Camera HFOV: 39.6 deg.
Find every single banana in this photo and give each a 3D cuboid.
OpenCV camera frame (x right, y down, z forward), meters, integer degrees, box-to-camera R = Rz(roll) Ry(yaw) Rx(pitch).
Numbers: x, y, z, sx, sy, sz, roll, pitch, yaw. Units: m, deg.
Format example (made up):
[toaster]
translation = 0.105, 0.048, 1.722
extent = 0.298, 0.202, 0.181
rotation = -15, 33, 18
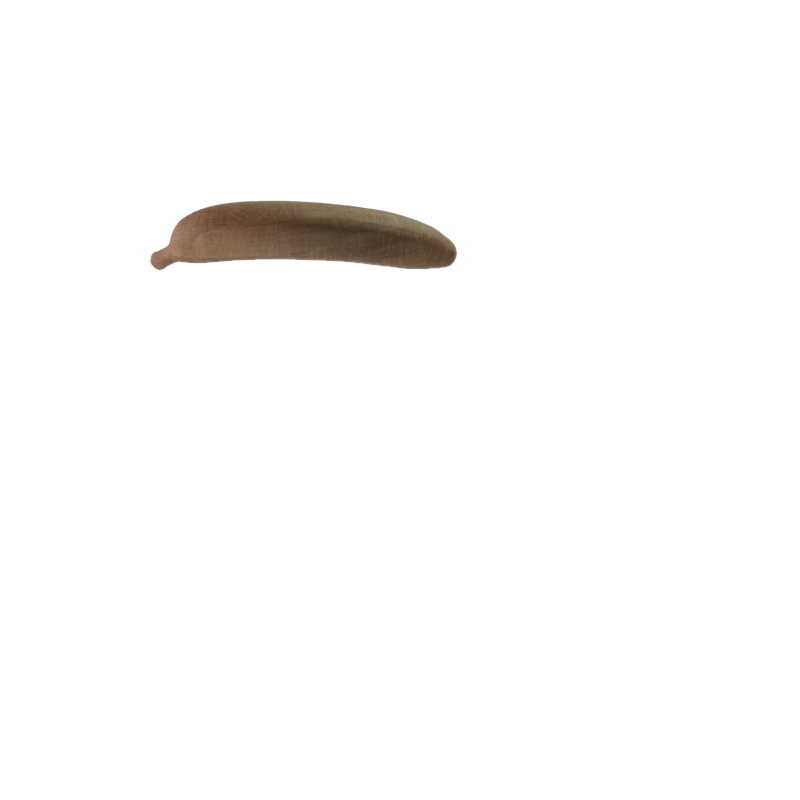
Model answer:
[banana]
translation = -0.056, -0.102, 0.689
extent = 0.196, 0.037, 0.069
rotation = 0, -4, -7
